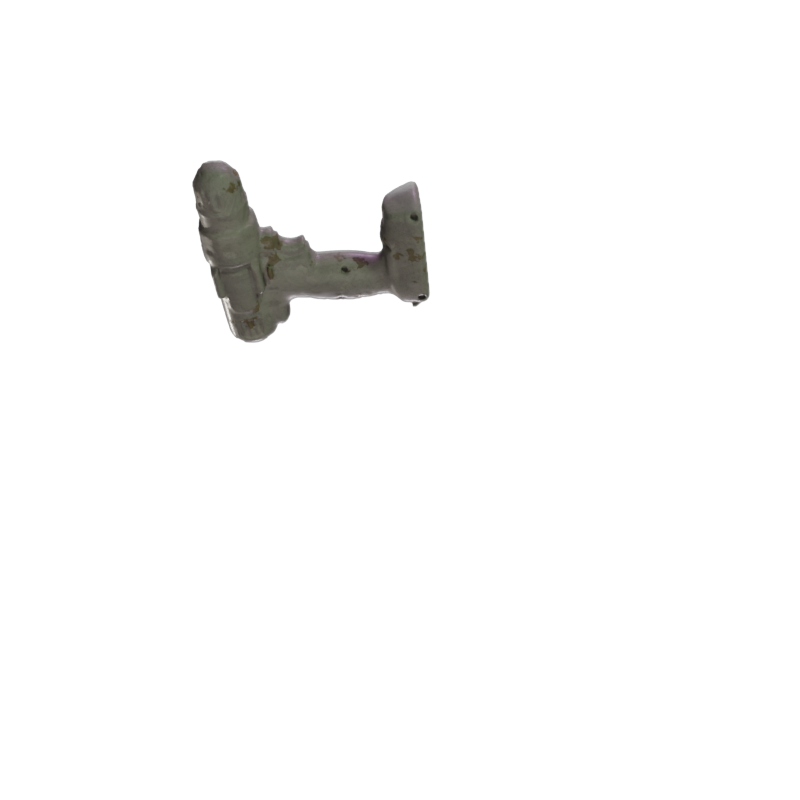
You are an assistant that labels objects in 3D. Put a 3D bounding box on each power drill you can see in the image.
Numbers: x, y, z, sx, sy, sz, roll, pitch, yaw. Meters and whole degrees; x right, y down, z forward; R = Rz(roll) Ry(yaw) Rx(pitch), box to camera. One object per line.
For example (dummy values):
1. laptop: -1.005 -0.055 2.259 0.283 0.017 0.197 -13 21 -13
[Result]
1. power drill: -0.073 -0.134 0.938 0.189 0.171 0.062 -6 43 5
